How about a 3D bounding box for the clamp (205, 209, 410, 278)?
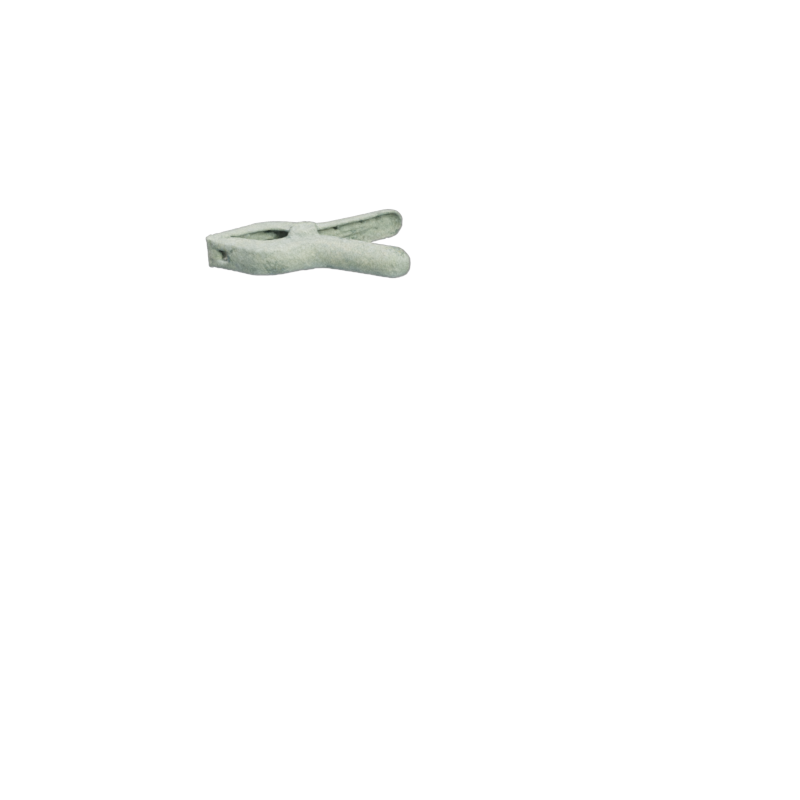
[{"bbox_3d":[-0.073,-0.132,0.927,0.174,0.038,0.123,3,21,8],"label":"clamp"}]
